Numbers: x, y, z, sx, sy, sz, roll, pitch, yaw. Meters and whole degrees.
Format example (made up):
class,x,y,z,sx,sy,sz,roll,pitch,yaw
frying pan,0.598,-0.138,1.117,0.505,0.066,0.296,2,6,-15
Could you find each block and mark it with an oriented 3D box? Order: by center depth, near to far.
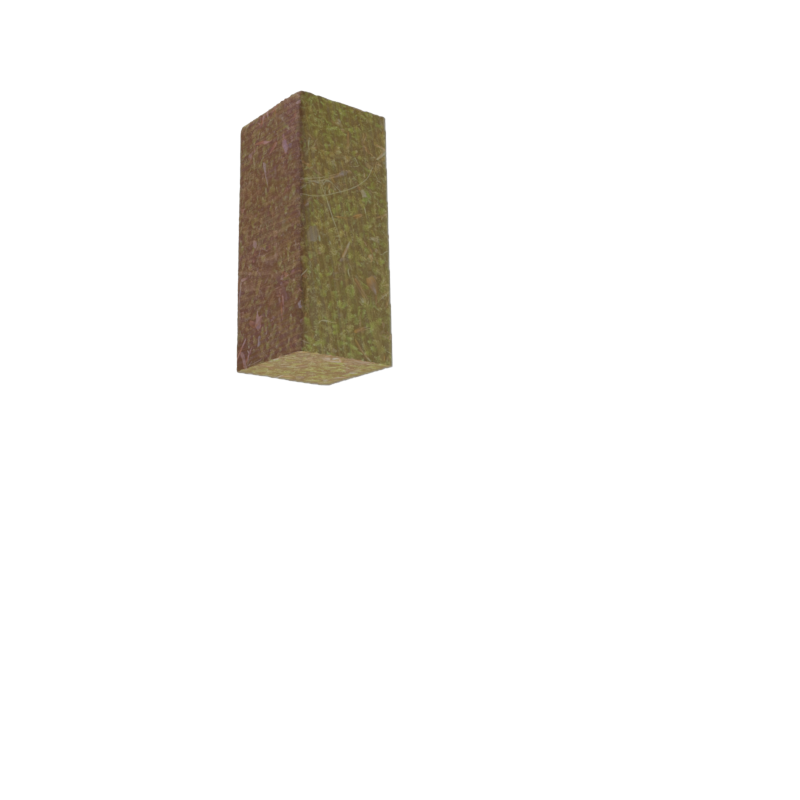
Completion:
class,x,y,z,sx,sy,sz,roll,pitch,yaw
block,-0.069,-0.125,0.876,0.086,0.215,0.091,12,-22,-36
